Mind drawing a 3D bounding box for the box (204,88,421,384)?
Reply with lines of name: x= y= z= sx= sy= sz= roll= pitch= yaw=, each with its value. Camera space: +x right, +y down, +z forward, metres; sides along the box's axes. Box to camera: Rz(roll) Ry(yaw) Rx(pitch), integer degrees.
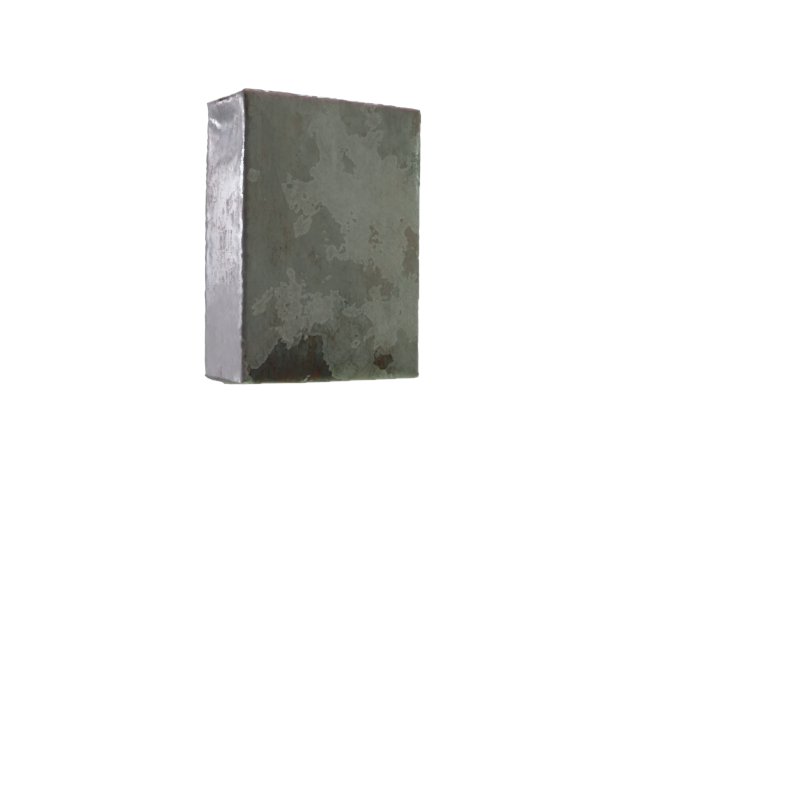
box: x=-0.067 y=-0.122 z=0.855 sx=0.158 sy=0.215 sz=0.074 roll=0 pitch=-2 yaw=-35
